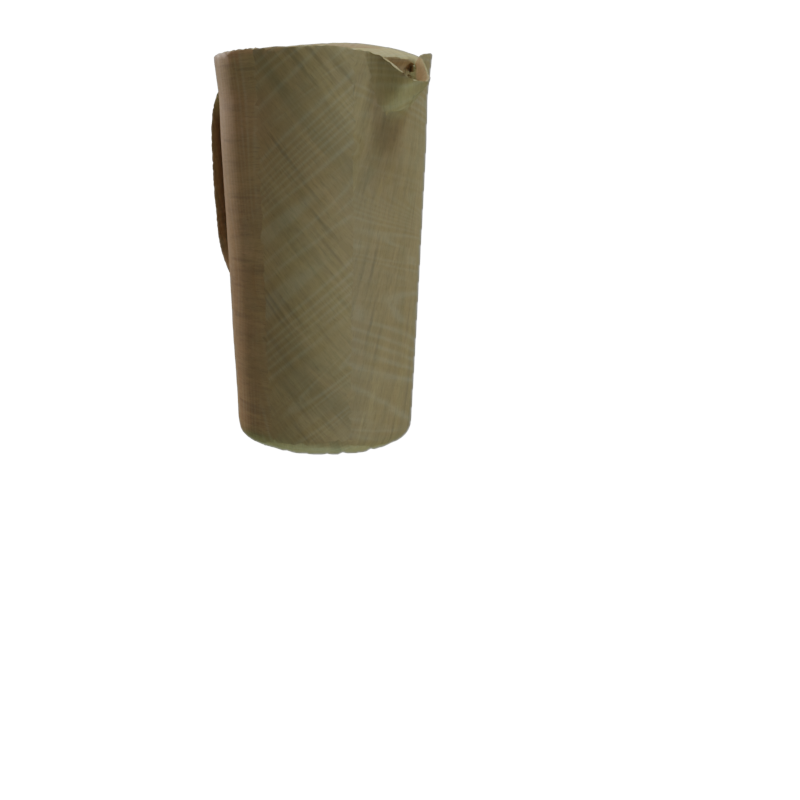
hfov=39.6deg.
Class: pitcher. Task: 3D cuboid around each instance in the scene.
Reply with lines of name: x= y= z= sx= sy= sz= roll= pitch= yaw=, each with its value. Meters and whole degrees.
pitcher: x=-0.054 y=-0.099 z=0.693 sx=0.145 sy=0.240 sz=0.151 roll=0 pitch=7 yaw=1
